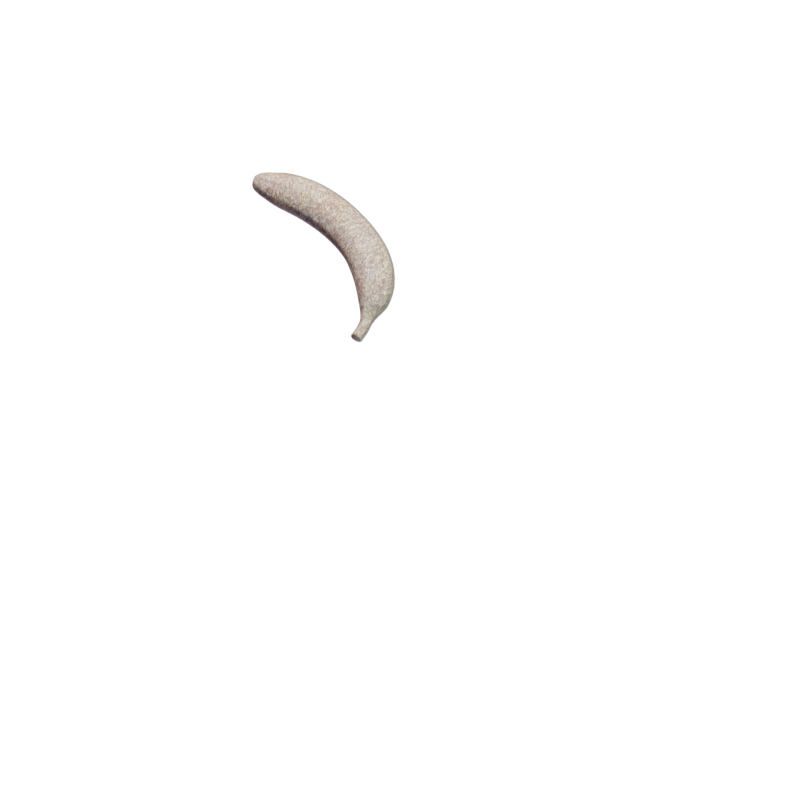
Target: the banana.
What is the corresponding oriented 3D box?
[{"bbox_3d":[-0.058,-0.144,0.977,0.069,0.212,0.034,-24,-32,-17],"label":"banana"}]
